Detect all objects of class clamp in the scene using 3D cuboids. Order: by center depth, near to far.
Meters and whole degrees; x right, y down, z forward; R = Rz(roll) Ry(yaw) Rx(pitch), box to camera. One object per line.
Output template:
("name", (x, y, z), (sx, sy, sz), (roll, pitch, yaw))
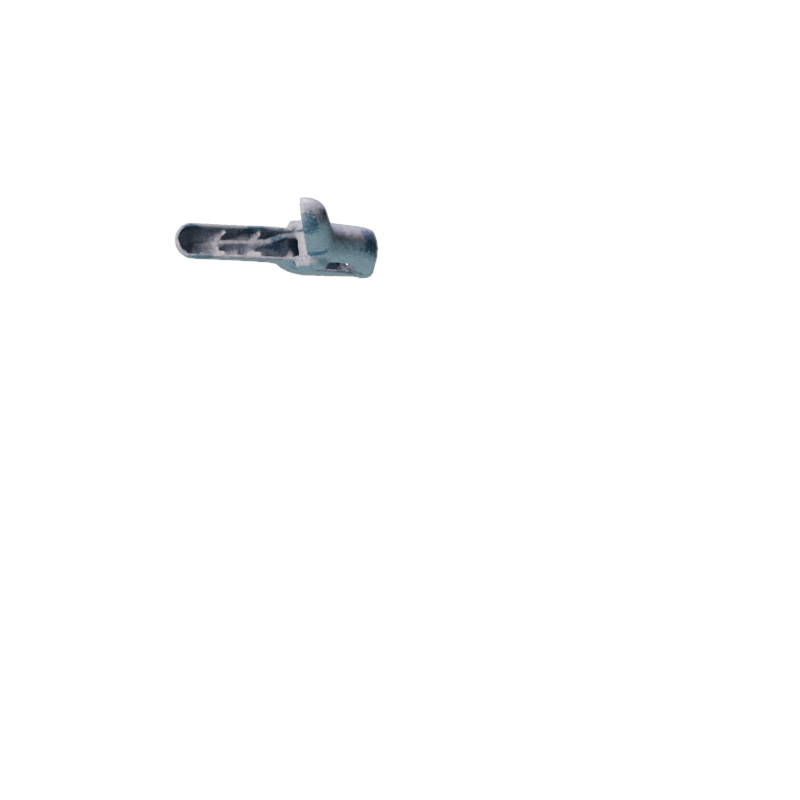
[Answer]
("clamp", (-0.063, -0.114, 0.799), (0.124, 0.040, 0.164), (0, 1, 41))
